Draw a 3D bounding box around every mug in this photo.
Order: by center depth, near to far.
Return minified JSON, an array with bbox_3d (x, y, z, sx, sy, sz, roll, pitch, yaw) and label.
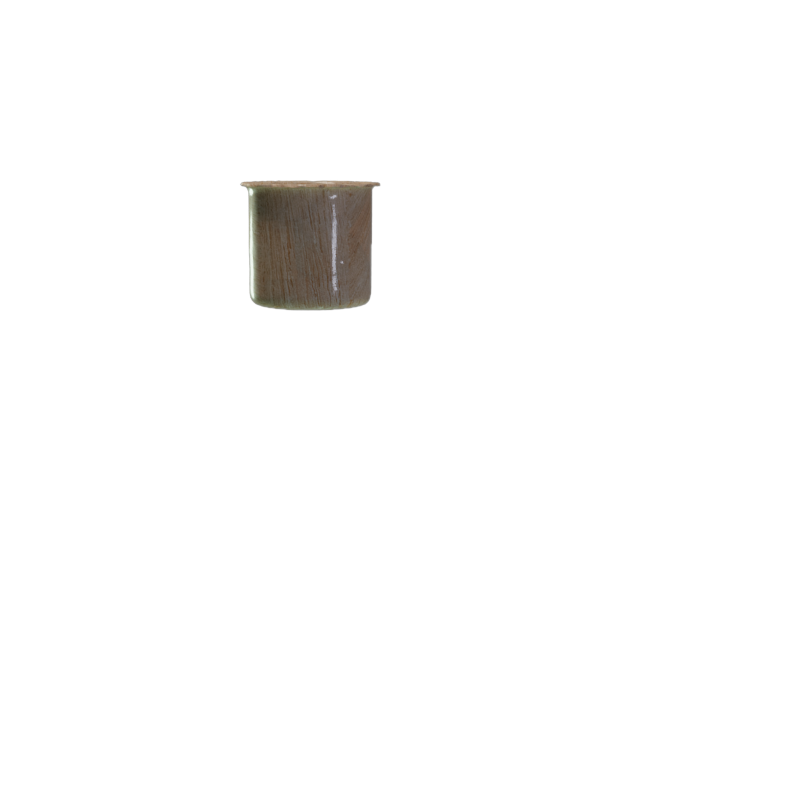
[{"bbox_3d":[-0.059,-0.107,0.750,0.094,0.080,0.118,1,10,6],"label":"mug"}]
